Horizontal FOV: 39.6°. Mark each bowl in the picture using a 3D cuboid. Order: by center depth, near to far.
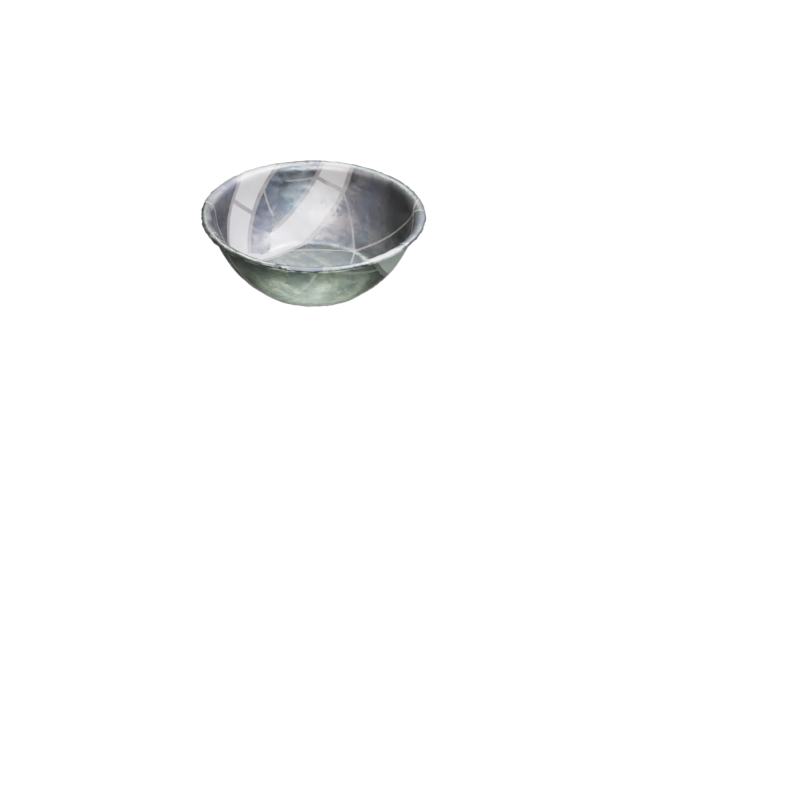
[{"bbox_3d":[-0.063,-0.115,0.809,0.162,0.052,0.173,-1,36,-2],"label":"bowl"}]
